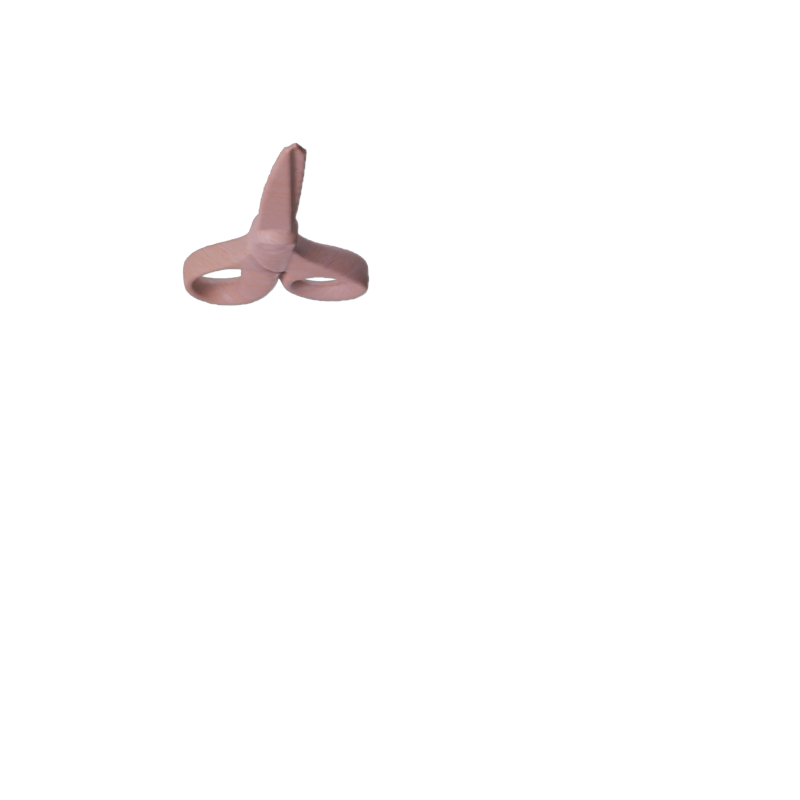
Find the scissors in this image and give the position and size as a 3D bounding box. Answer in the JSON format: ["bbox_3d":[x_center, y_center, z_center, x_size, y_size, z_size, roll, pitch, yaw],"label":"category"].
[{"bbox_3d":[-0.036,-0.066,0.466,0.093,0.016,0.202,4,-9,-24],"label":"scissors"}]
